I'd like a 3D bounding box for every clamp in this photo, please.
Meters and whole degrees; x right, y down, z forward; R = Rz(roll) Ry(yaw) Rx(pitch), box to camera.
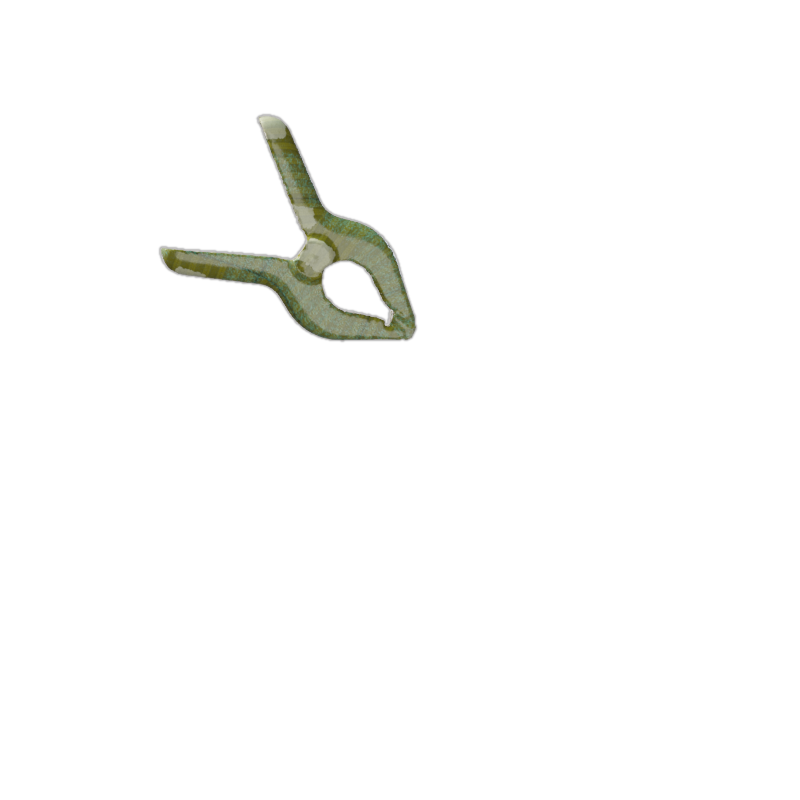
[{"bbox_3d":[-0.057,-0.103,0.724,0.170,0.119,0.040,28,6,-3],"label":"clamp"}]
